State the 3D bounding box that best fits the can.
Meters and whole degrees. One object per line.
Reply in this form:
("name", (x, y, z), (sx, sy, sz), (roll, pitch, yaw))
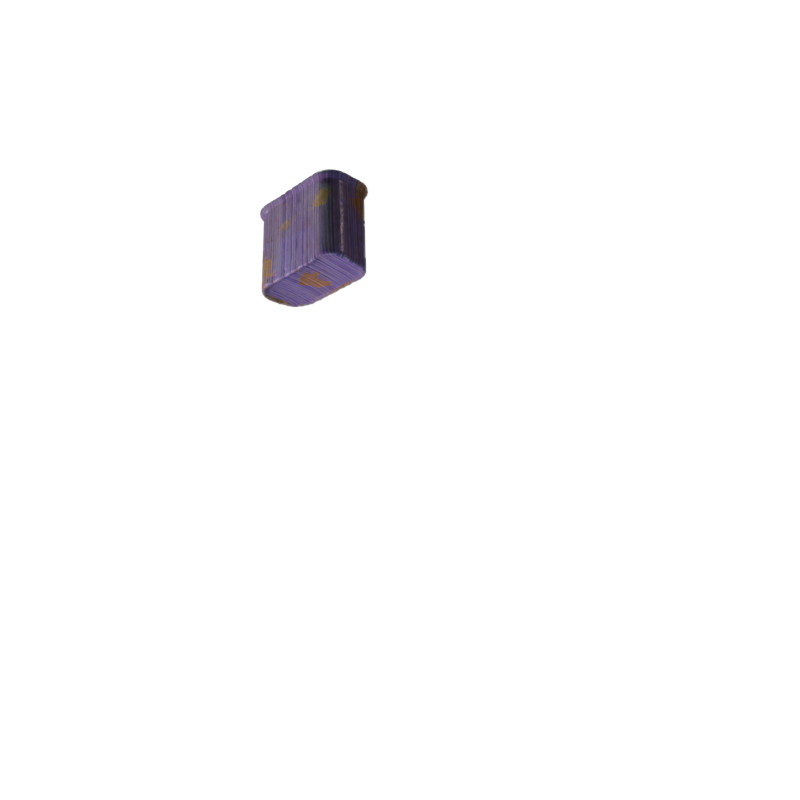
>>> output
("can", (-0.075, -0.136, 0.955), (0.102, 0.089, 0.054), (-26, -37, 38))
